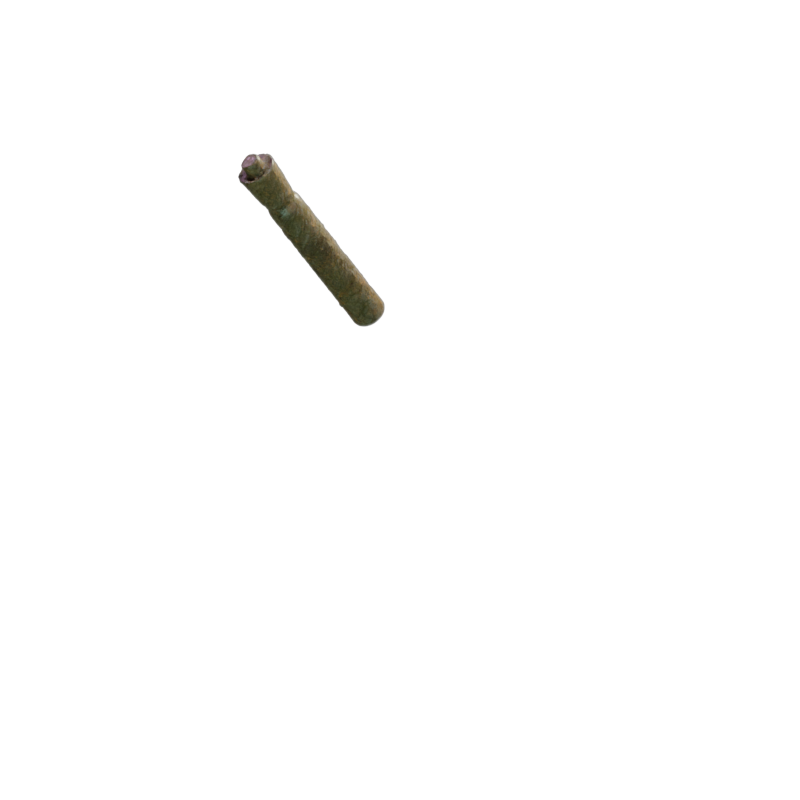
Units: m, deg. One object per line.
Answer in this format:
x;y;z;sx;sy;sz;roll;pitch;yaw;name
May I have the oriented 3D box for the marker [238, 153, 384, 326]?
-0.043;-0.078;0.544;0.020;0.021;0.112;2;-33;37;marker
